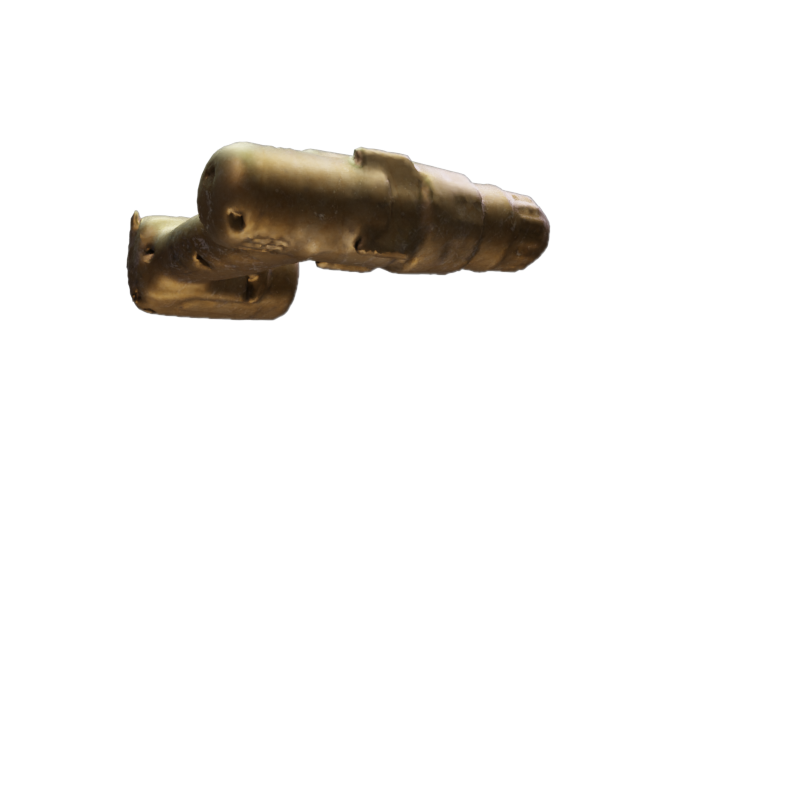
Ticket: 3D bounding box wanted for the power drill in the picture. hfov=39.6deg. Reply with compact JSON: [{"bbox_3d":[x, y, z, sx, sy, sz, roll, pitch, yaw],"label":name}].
[{"bbox_3d":[-0.044,-0.081,0.567,0.177,0.059,0.190,5,-9,-33],"label":"power drill"}]
